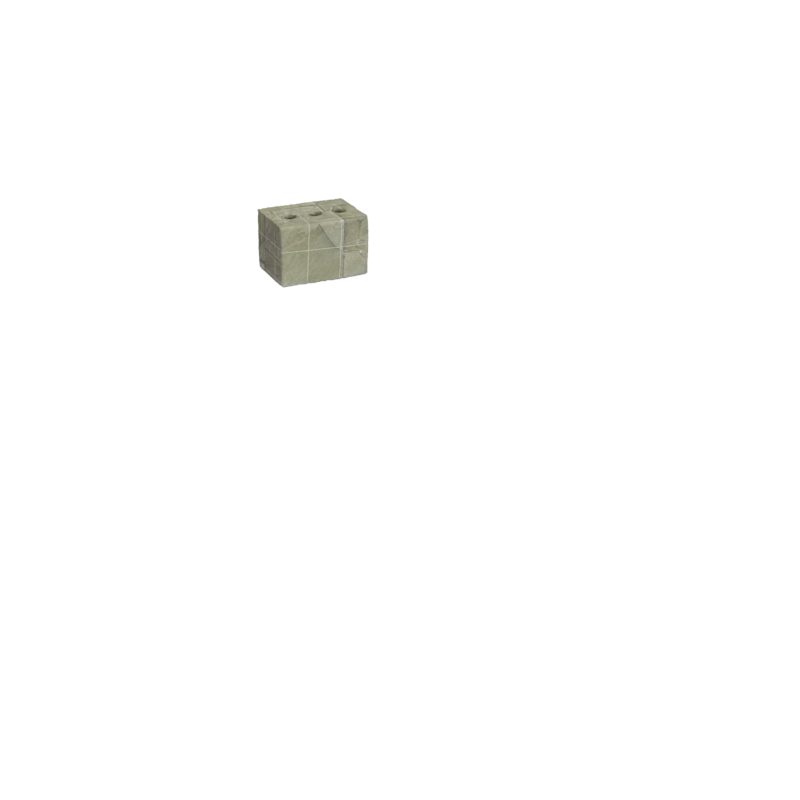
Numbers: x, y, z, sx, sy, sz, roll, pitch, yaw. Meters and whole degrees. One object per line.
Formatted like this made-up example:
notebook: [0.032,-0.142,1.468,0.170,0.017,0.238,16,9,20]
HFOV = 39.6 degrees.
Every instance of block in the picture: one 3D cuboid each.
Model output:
block: [-0.070,-0.128,0.898,0.076,0.049,0.056,-11,26,-23]
